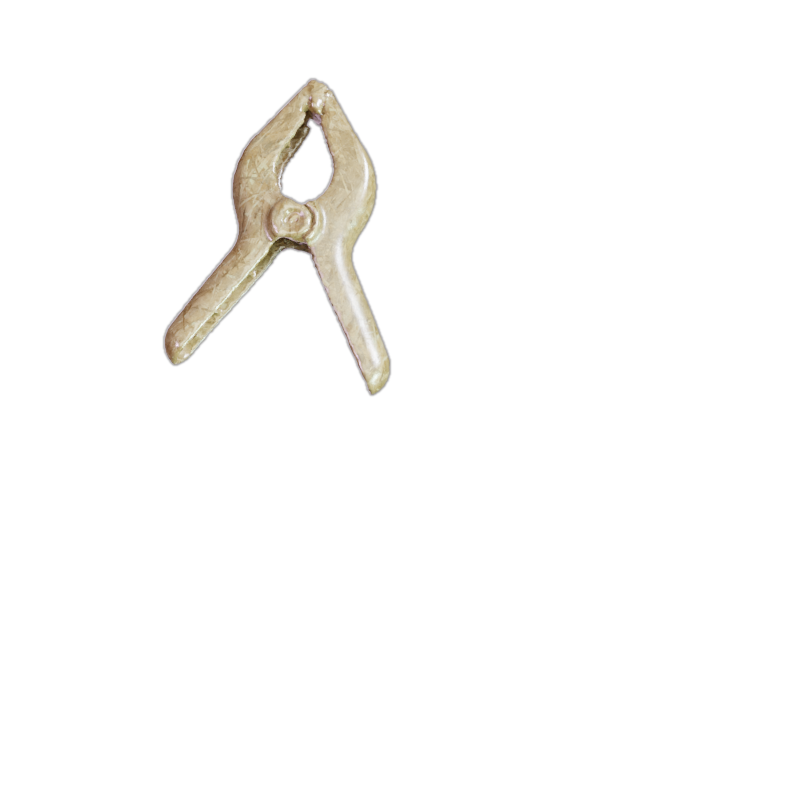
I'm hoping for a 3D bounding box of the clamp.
[{"bbox_3d":[-0.047,-0.086,0.600,0.121,0.174,0.038,17,-9,2],"label":"clamp"}]
